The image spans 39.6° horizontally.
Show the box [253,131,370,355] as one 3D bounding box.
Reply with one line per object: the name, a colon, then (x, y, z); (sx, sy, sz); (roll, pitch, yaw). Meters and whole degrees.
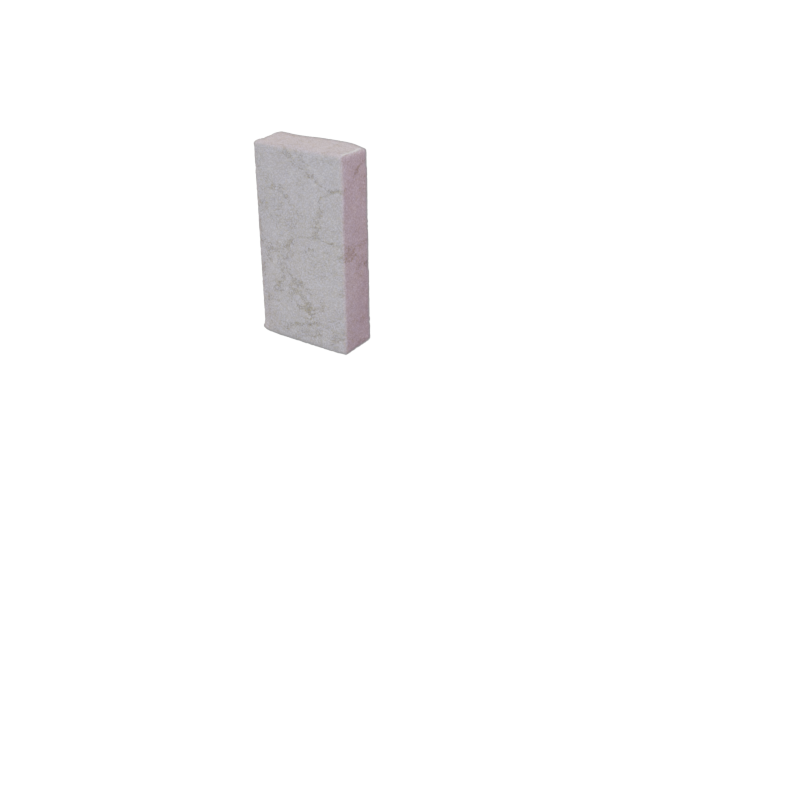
box: (-0.074, -0.135, 0.944); (0.098, 0.168, 0.048); (16, 25, 32)
